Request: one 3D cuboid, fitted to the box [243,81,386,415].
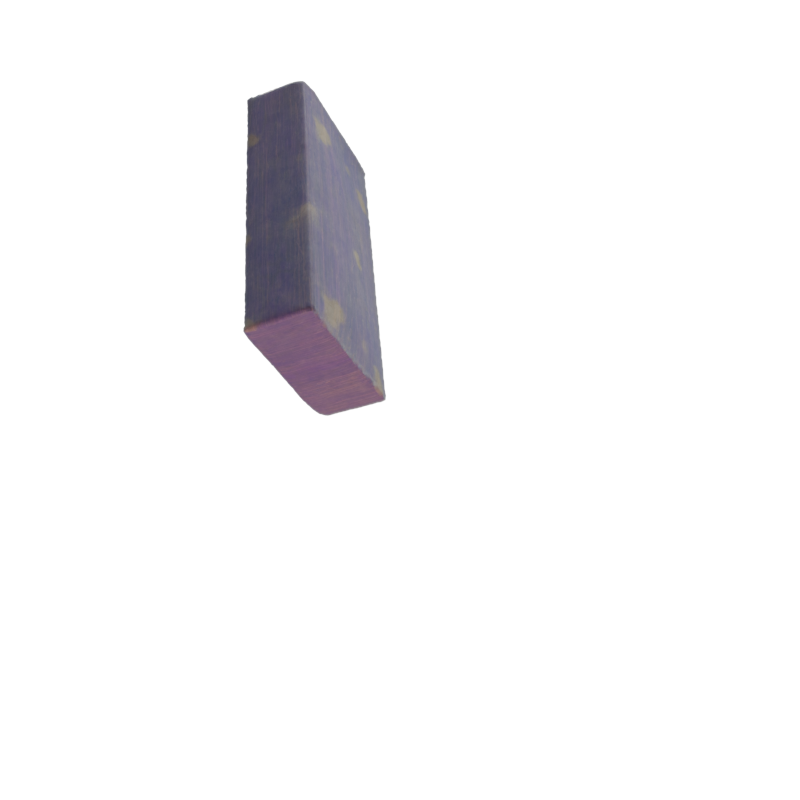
[{"bbox_3d":[-0.049,-0.090,0.626,0.048,0.189,0.086,-17,-39,18],"label":"box"}]
